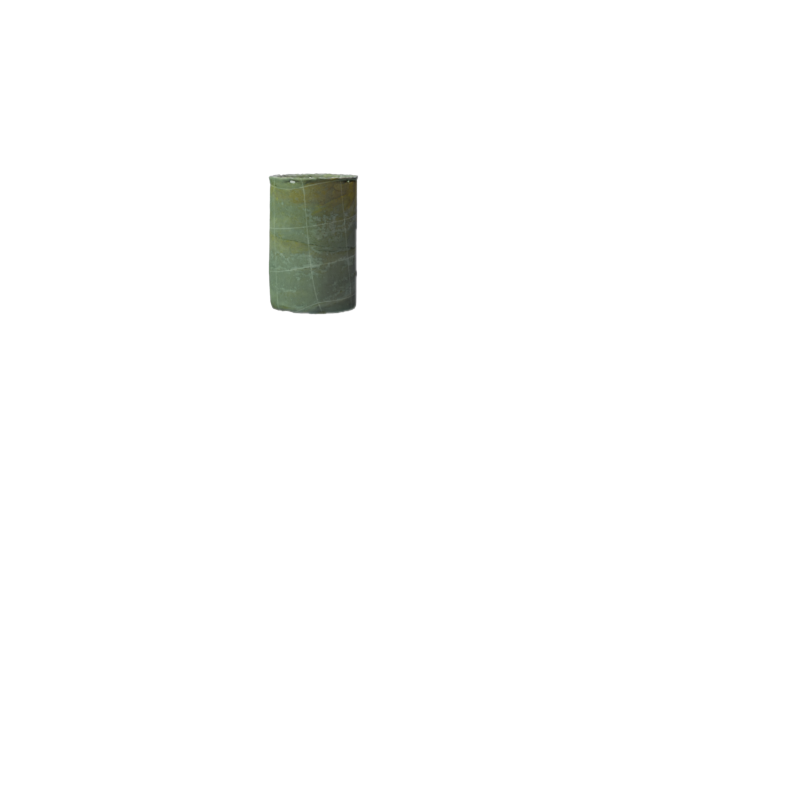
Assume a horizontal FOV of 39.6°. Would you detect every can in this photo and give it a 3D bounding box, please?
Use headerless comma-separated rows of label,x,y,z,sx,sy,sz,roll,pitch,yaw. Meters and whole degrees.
can,-0.066,-0.121,0.848,0.068,0.101,0.070,0,8,-2
